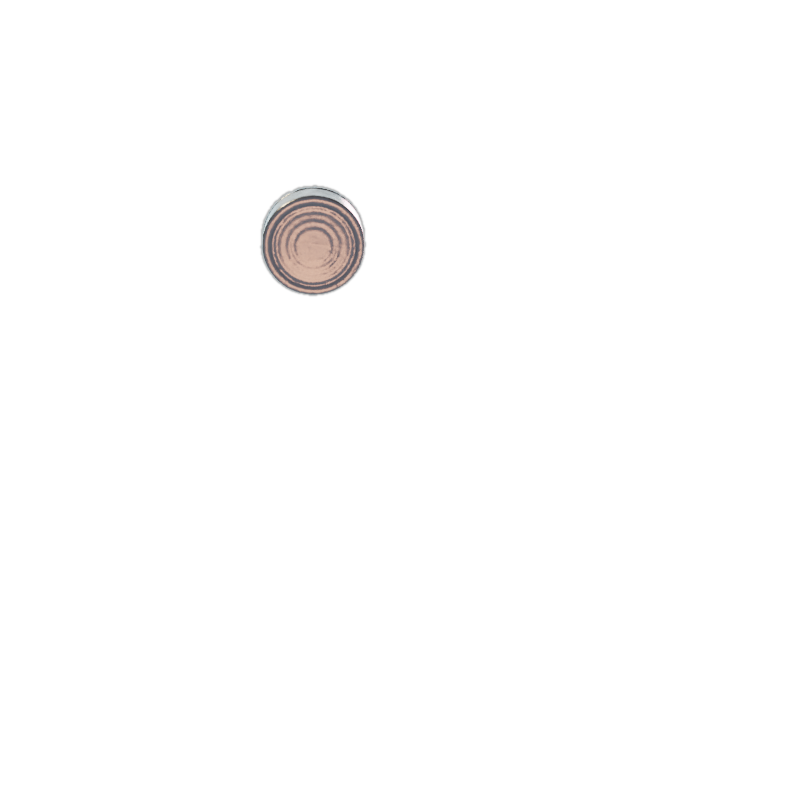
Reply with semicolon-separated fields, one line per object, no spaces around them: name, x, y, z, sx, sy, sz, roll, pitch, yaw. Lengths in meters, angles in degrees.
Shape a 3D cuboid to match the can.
can;-0.072;-0.131;0.915;0.086;0.083;0.035;0;17;-1
